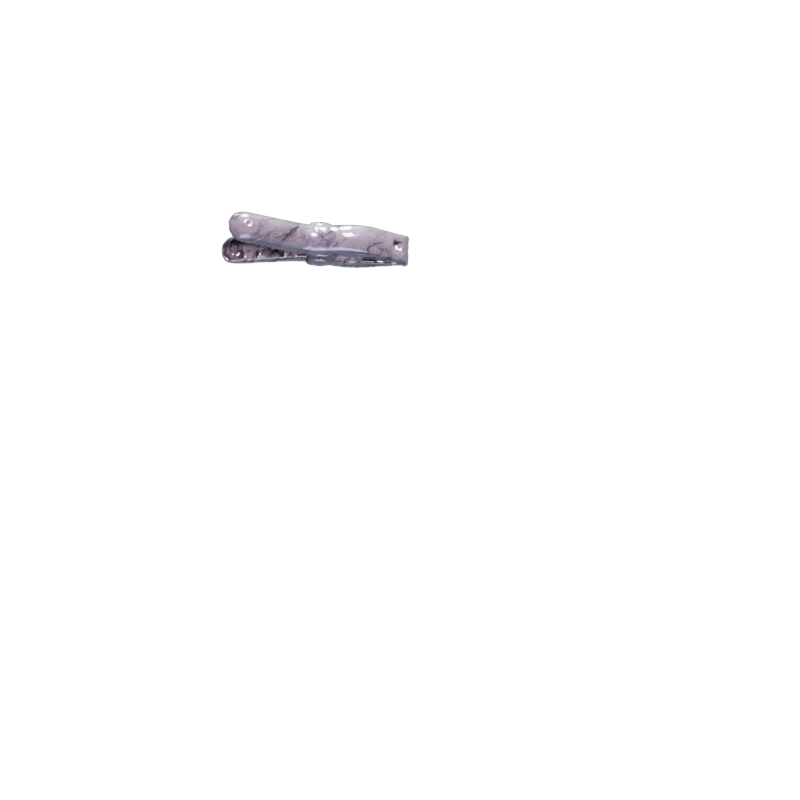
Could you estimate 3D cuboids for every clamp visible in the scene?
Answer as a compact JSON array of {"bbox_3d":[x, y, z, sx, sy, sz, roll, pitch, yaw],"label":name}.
[{"bbox_3d":[-0.076,-0.139,0.975,0.171,0.040,0.119,0,0,0],"label":"clamp"}]
